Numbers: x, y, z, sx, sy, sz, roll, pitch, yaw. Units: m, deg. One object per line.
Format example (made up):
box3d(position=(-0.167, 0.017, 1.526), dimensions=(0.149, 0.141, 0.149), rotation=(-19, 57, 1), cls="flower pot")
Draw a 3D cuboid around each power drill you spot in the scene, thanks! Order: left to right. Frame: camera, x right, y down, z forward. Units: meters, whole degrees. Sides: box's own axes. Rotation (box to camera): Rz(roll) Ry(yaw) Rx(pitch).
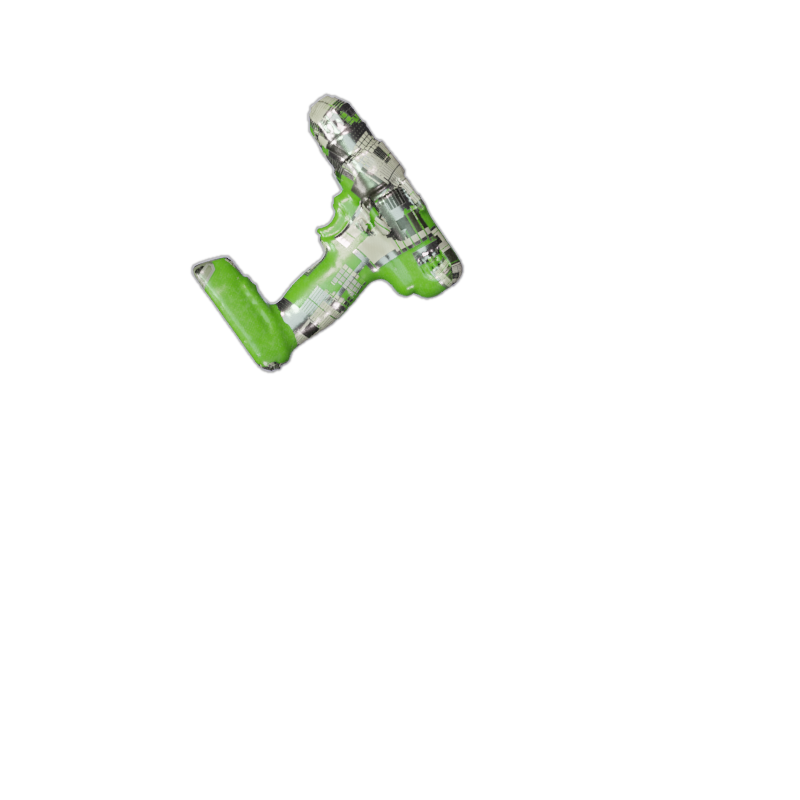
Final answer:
box3d(position=(-0.069, -0.126, 0.884), dimensions=(0.188, 0.187, 0.057), rotation=(-34, -4, -3), cls="power drill")
